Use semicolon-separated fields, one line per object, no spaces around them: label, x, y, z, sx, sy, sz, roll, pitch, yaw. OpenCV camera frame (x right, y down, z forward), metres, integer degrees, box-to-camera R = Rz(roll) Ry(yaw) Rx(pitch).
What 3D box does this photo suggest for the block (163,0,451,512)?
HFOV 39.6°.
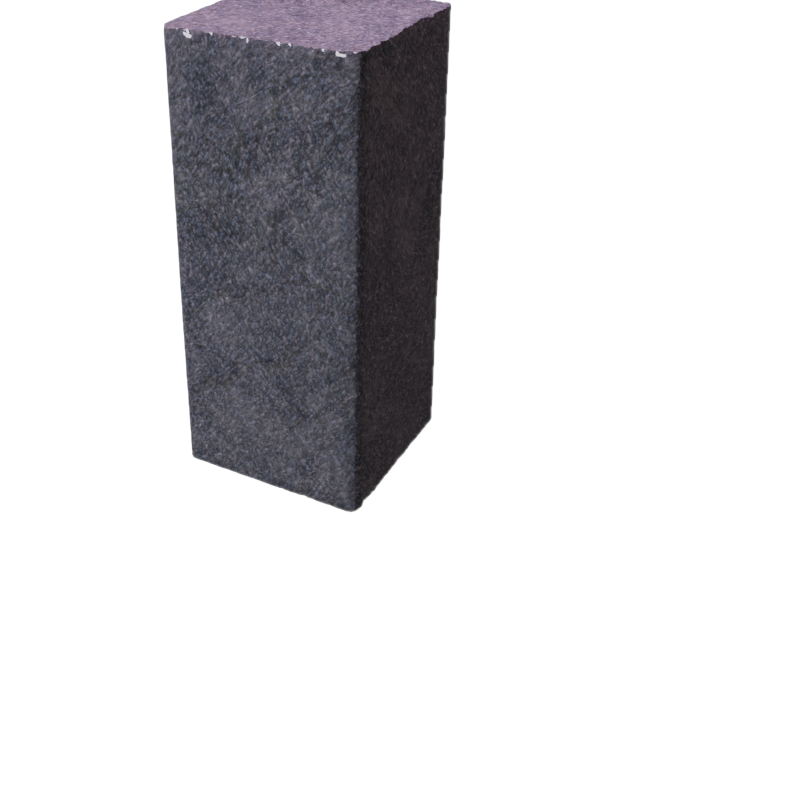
block;-0.039;-0.070;0.491;0.094;0.195;0.092;15;31;23
